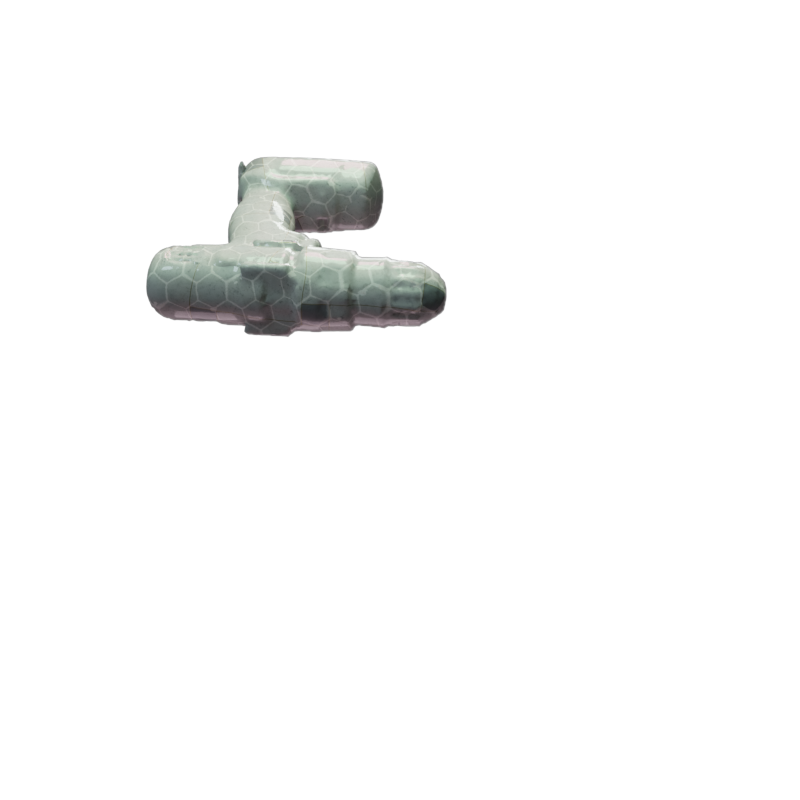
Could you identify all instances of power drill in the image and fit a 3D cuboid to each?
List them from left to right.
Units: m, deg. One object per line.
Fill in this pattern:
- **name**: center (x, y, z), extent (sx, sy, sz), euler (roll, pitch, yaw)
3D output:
- **power drill**: center (-0.058, -0.105, 0.738), extent (0.186, 0.054, 0.196), euler (4, 30, 6)
